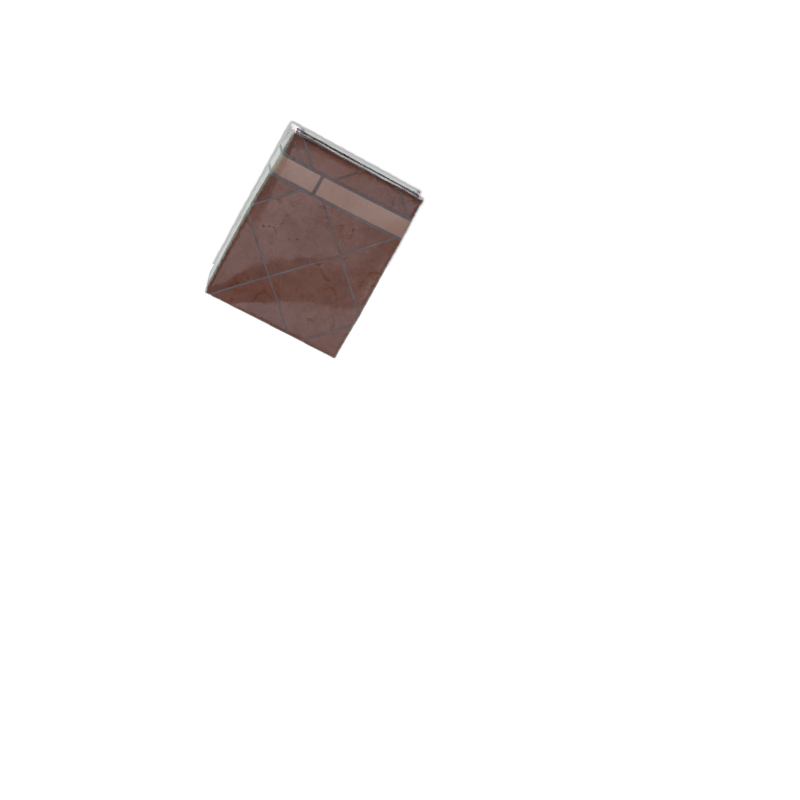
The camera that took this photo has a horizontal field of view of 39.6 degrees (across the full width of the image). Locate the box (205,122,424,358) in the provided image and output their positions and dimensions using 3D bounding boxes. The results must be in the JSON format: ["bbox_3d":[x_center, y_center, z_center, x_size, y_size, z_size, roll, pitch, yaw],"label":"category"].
[{"bbox_3d":[-0.052,-0.094,0.661,0.088,0.111,0.040,28,15,-9],"label":"box"}]
